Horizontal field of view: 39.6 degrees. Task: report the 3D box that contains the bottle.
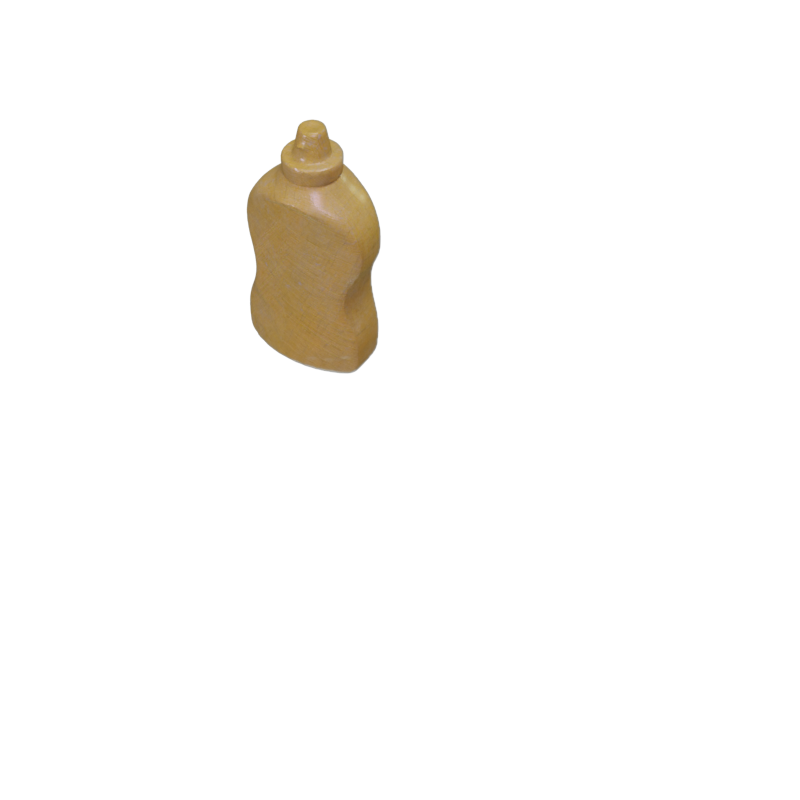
[{"bbox_3d":[-0.060,-0.109,0.762,0.101,0.179,0.059,27,48,23],"label":"bottle"}]
